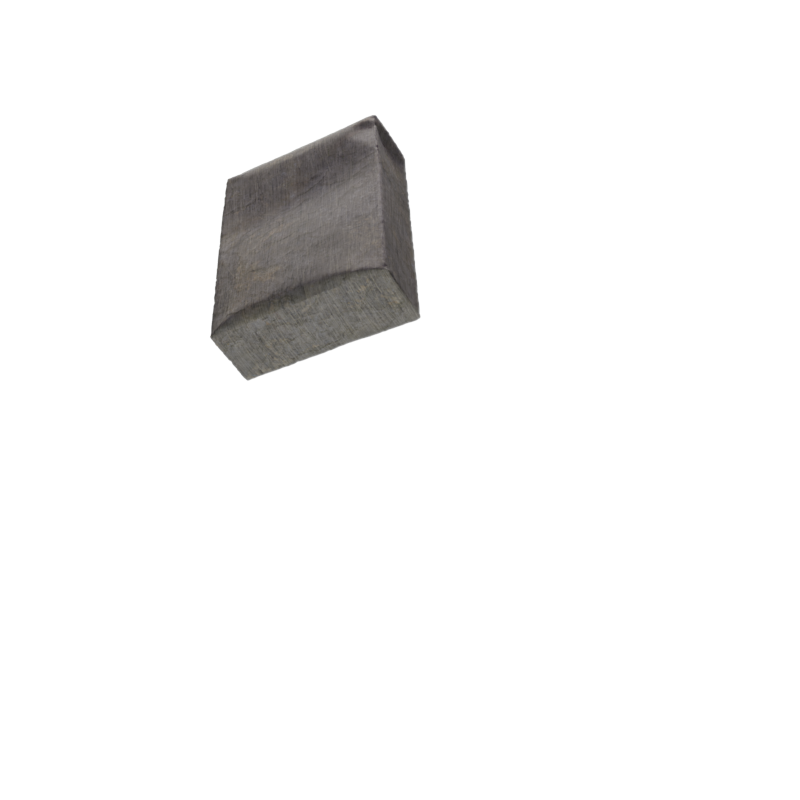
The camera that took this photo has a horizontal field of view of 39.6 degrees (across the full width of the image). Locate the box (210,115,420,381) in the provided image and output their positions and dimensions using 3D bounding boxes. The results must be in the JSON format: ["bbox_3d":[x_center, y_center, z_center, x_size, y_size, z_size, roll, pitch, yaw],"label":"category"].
[{"bbox_3d":[-0.076,-0.139,0.972,0.165,0.230,0.066,-20,-46,17],"label":"box"}]
